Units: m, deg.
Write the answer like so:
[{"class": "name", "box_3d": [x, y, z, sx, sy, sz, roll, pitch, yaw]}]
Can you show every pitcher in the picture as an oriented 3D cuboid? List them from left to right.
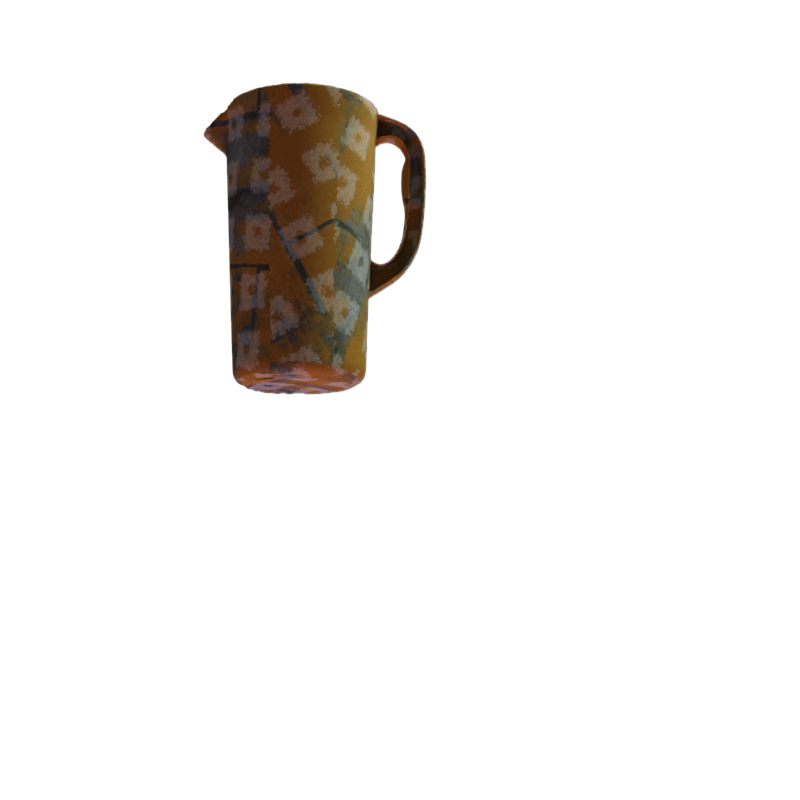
[{"class": "pitcher", "box_3d": [-0.072, -0.132, 0.924, 0.152, 0.252, 0.137, -12, -18, 39]}]
